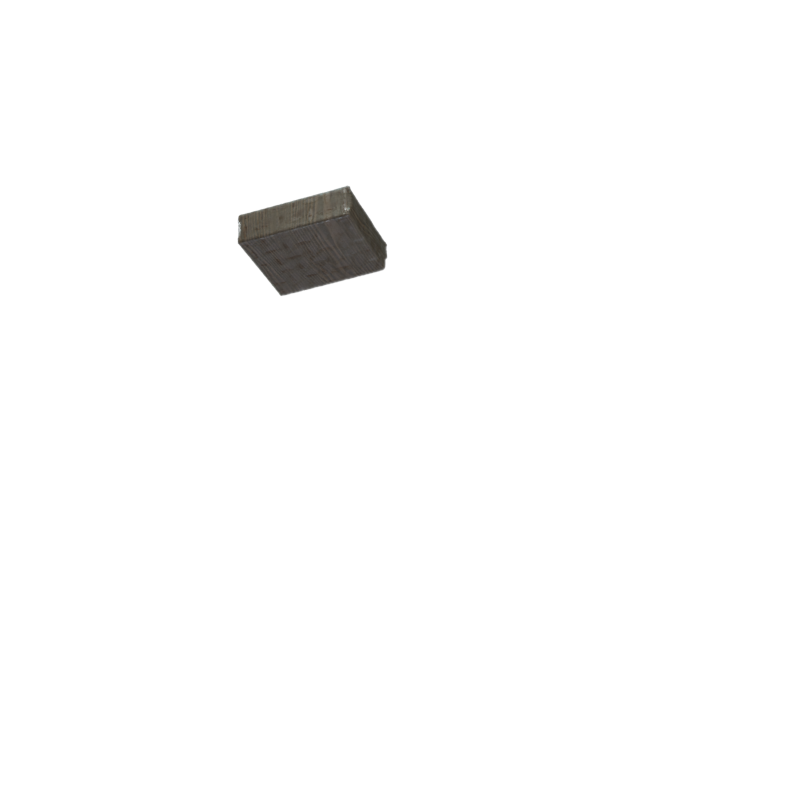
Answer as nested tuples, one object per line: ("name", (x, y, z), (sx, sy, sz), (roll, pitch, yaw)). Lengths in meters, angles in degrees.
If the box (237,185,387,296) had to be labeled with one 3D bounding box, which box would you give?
("box", (-0.063, -0.115, 0.808), (0.090, 0.032, 0.067), (-13, -34, 19))
